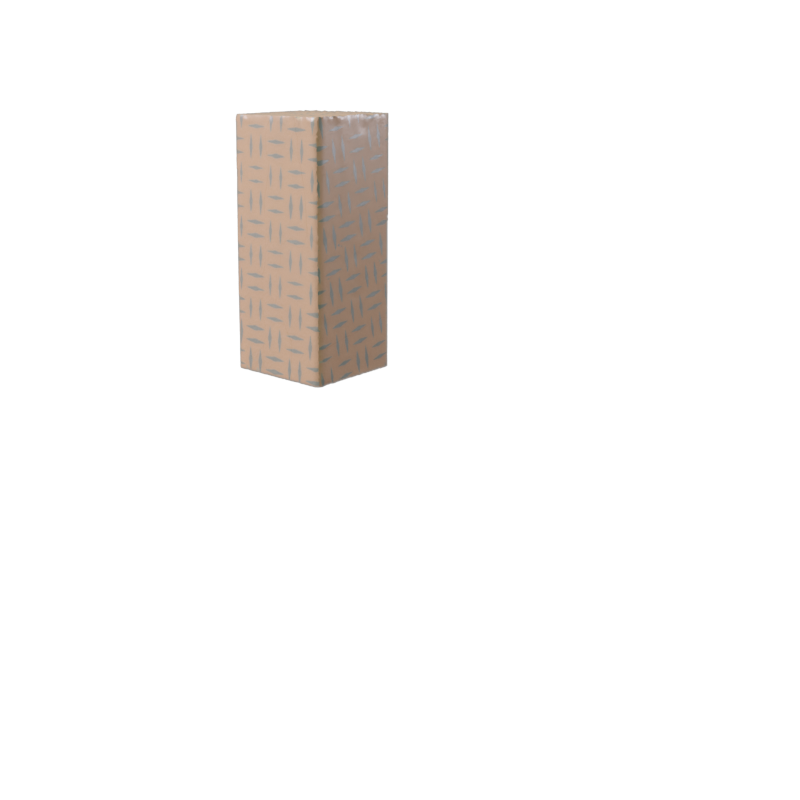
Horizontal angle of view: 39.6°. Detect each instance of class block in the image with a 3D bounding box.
[{"bbox_3d":[-0.070,-0.127,0.889,0.095,0.201,0.088,10,14,39],"label":"block"}]
